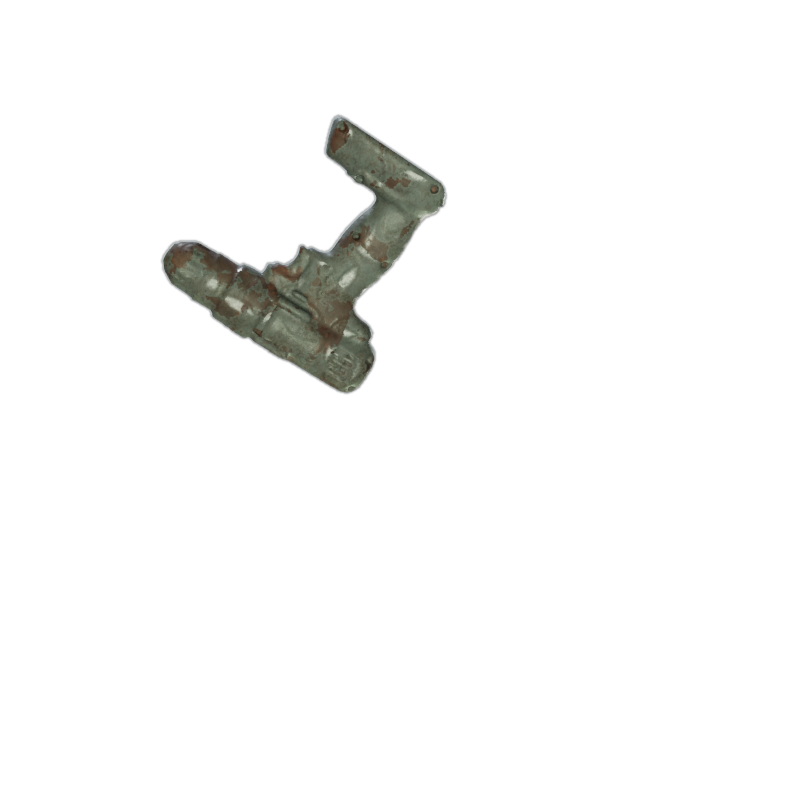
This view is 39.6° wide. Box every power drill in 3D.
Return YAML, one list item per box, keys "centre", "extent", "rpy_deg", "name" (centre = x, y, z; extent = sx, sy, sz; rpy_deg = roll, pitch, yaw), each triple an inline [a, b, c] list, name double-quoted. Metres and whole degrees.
- centre: [-0.067, -0.123, 0.861]
  extent: [0.182, 0.186, 0.059]
  rpy_deg: [32, 8, -5]
  name: "power drill"
